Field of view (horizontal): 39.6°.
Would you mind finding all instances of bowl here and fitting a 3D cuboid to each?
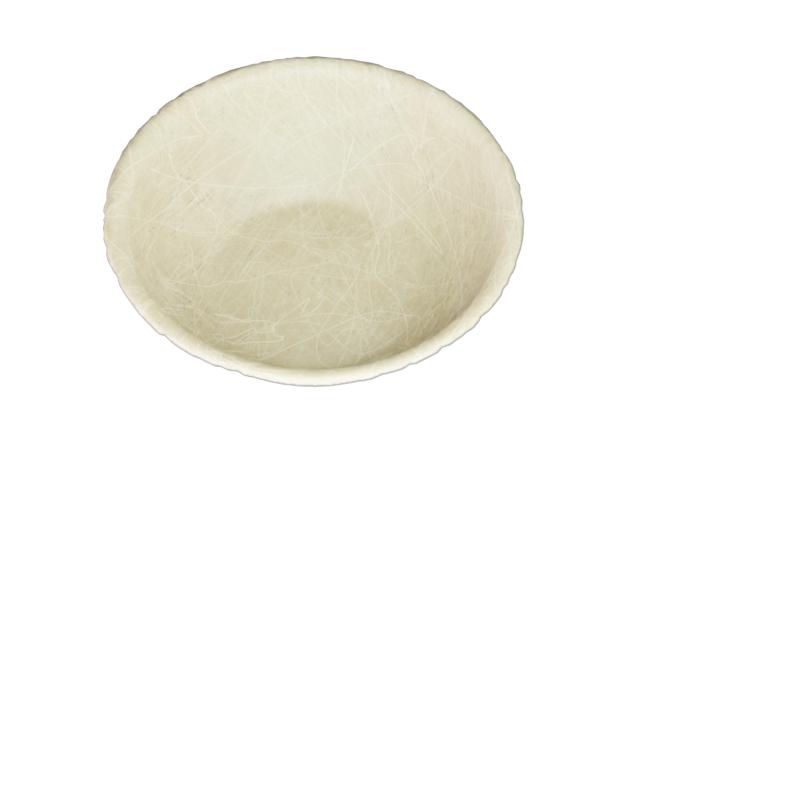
[{"bbox_3d":[-0.035,-0.064,0.447,0.162,0.173,0.051,-1,-35,-1],"label":"bowl"}]
